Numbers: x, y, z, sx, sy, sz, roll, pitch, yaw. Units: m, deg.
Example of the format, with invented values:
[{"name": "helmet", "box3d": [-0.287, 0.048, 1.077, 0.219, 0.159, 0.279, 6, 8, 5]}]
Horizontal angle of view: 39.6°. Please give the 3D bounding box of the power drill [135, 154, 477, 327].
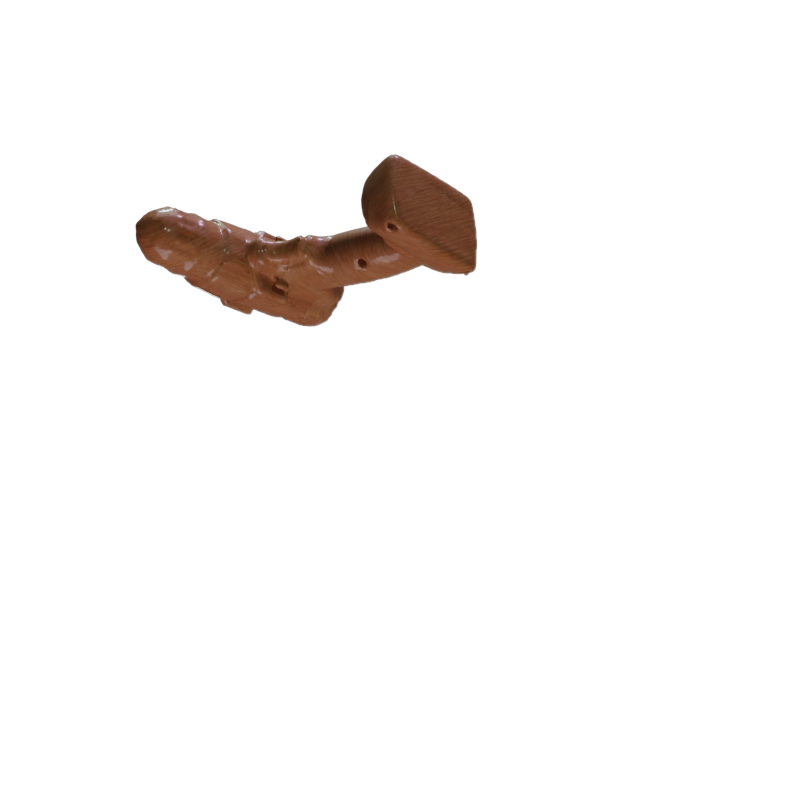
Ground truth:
[{"name": "power drill", "box3d": [-0.058, -0.107, 0.747, 0.191, 0.060, 0.173, -11, -18, 36]}]
